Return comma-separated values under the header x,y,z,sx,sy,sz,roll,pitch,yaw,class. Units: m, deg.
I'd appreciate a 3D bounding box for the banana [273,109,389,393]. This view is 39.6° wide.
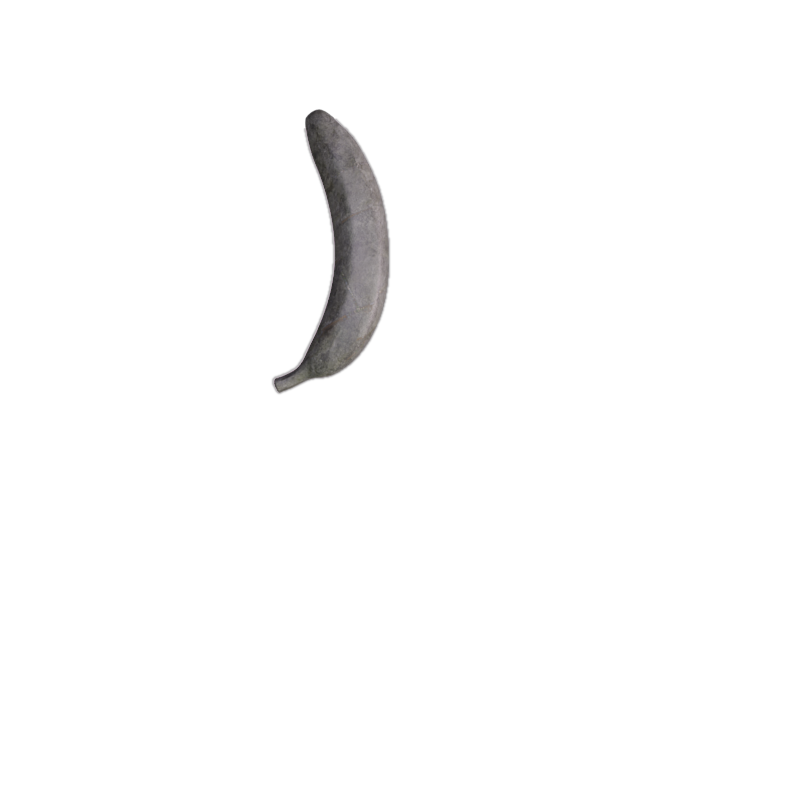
x,y,z,sx,sy,sz,roll,pitch,yaw,class
-0.041,-0.101,0.748,0.070,0.203,0.036,6,-12,0,banana
